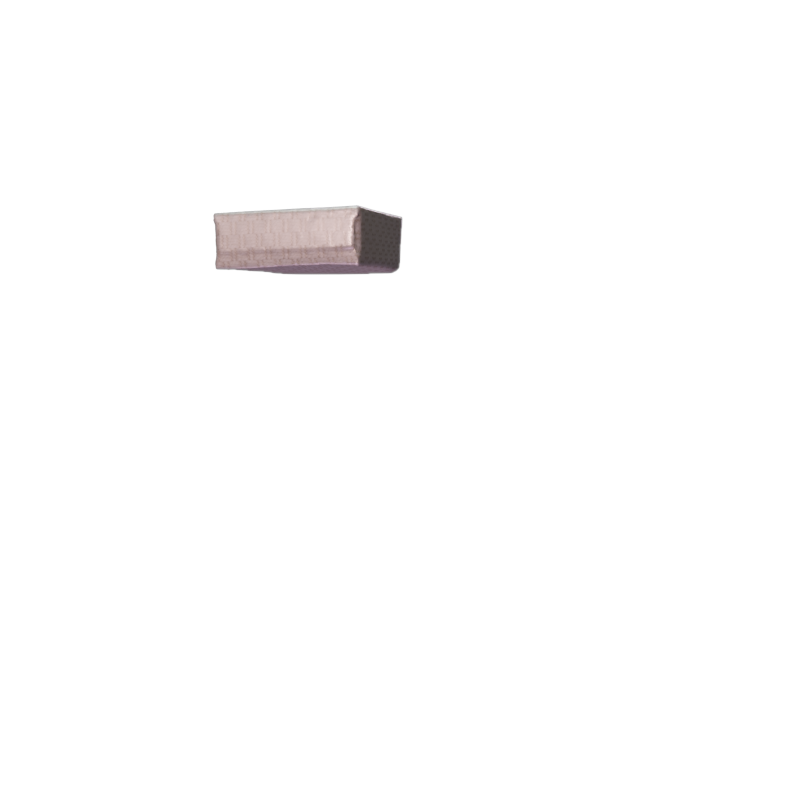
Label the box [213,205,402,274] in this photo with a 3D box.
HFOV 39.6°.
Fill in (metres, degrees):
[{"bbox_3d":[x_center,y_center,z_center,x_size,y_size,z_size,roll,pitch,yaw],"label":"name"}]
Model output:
[{"bbox_3d":[-0.054,-0.098,0.688,0.092,0.039,0.111,1,3,15],"label":"box"}]
